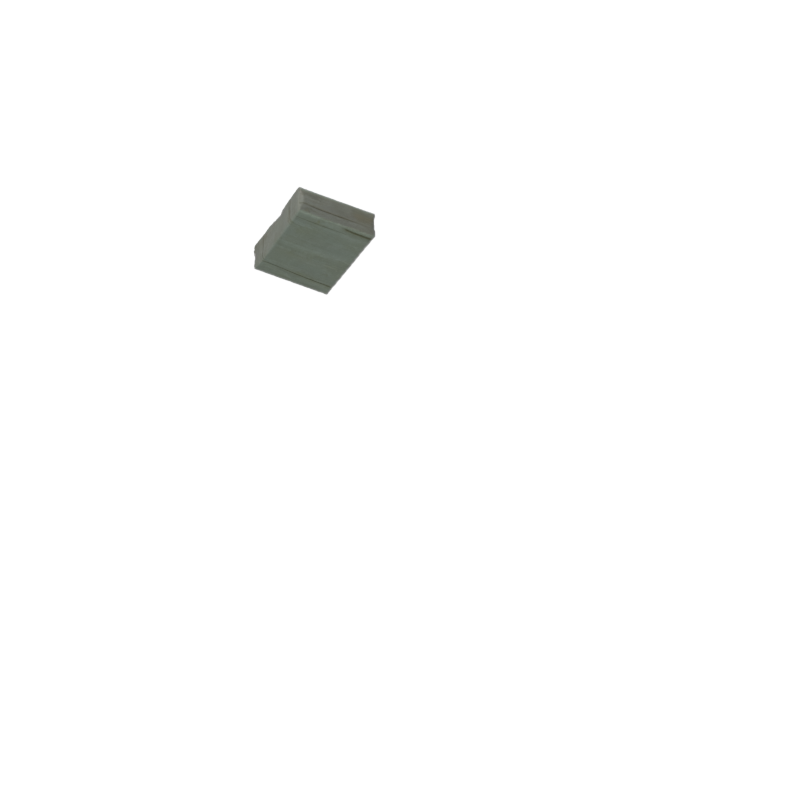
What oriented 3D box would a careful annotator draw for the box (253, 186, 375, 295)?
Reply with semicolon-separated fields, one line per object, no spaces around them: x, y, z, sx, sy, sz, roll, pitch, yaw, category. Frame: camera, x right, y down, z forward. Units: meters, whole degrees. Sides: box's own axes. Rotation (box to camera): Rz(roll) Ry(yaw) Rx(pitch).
-0.074;-0.135;0.946;0.070;0.032;0.087;19;-41;-24;box
